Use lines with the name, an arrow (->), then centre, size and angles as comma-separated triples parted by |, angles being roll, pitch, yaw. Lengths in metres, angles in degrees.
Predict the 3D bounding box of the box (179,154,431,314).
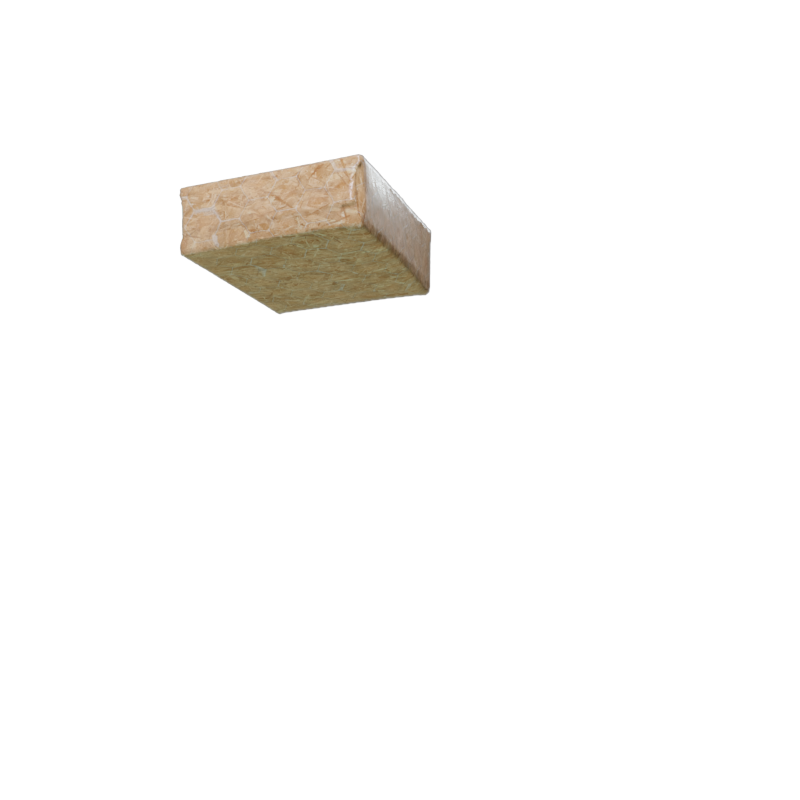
box -> -0.042, -0.077, 0.537 | 0.091, 0.041, 0.107 | -5, -15, 19
